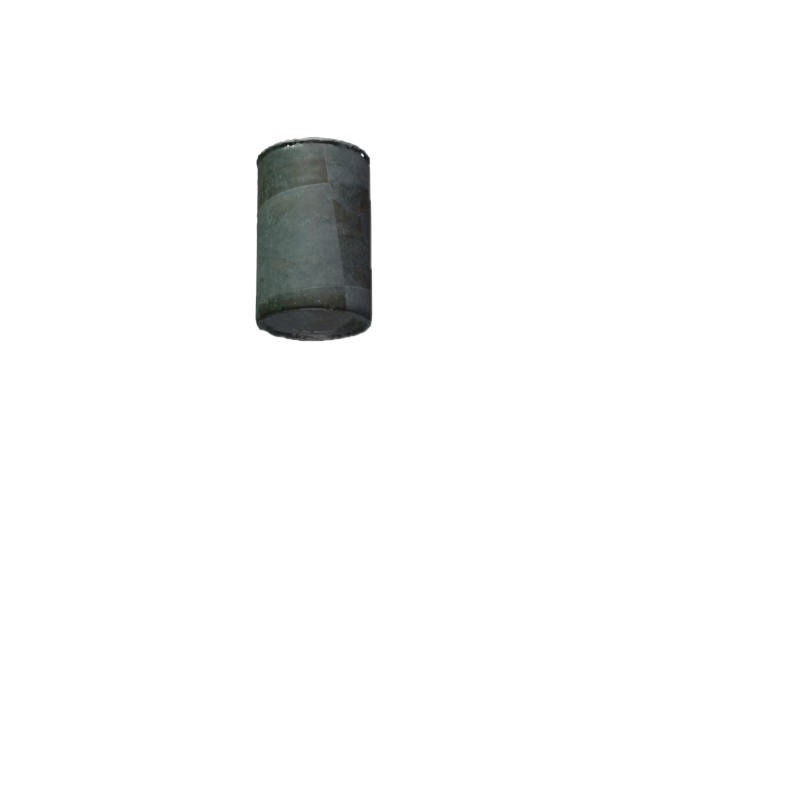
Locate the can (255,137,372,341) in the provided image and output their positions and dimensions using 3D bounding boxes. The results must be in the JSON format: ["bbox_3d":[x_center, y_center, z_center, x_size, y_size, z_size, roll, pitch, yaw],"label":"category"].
[{"bbox_3d":[-0.050,-0.092,0.642,0.068,0.107,0.066,0,-18,-2],"label":"can"}]
